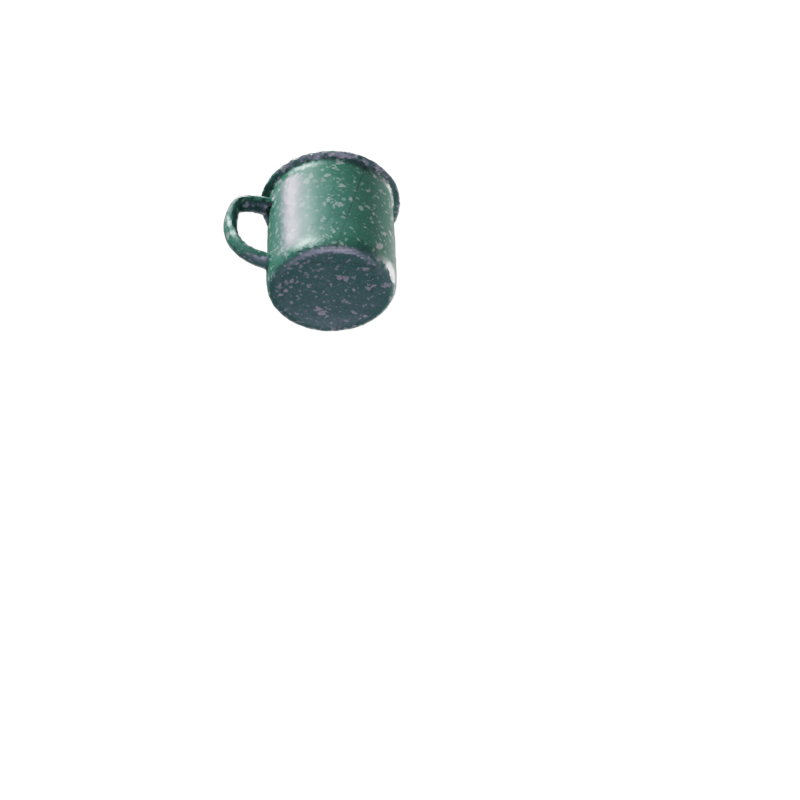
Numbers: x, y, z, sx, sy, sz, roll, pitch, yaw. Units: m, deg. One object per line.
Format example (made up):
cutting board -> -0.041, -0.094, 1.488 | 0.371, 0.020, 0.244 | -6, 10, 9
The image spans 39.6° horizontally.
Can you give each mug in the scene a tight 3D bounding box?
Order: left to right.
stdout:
mug -> -0.056, -0.101, 0.710 | 0.114, 0.087, 0.089 | 13, -44, -15
